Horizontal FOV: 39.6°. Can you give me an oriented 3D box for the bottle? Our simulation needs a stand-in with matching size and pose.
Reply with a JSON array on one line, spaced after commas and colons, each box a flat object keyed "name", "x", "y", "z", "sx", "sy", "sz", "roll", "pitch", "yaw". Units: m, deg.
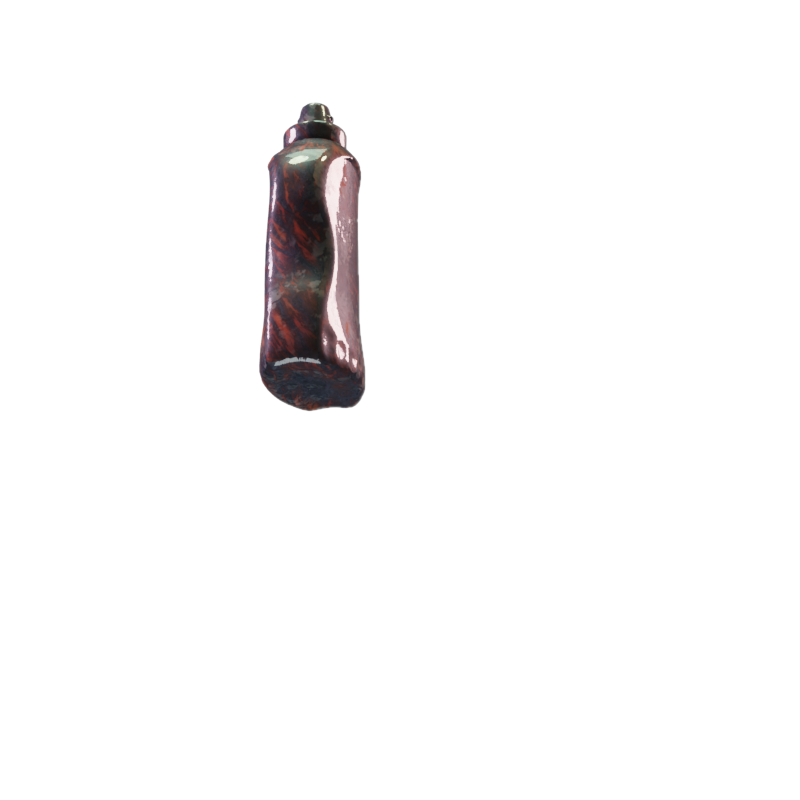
[{"name": "bottle", "x": -0.053, "y": -0.097, "z": 0.681, "sx": 0.059, "sy": 0.202, "sz": 0.090, "roll": -7, "pitch": -24, "yaw": 12}]
